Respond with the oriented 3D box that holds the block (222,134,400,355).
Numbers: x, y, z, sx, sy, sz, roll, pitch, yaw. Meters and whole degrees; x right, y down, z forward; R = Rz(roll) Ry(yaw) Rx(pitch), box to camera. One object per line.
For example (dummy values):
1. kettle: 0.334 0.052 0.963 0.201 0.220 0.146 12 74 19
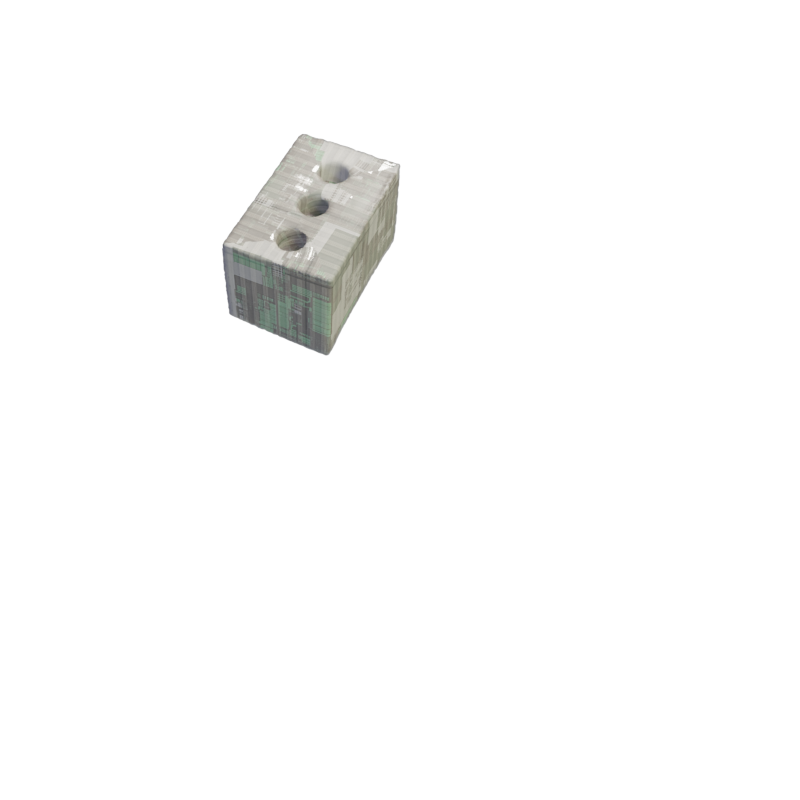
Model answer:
1. block: -0.039 -0.072 0.502 0.054 0.081 0.048 19 -35 12
